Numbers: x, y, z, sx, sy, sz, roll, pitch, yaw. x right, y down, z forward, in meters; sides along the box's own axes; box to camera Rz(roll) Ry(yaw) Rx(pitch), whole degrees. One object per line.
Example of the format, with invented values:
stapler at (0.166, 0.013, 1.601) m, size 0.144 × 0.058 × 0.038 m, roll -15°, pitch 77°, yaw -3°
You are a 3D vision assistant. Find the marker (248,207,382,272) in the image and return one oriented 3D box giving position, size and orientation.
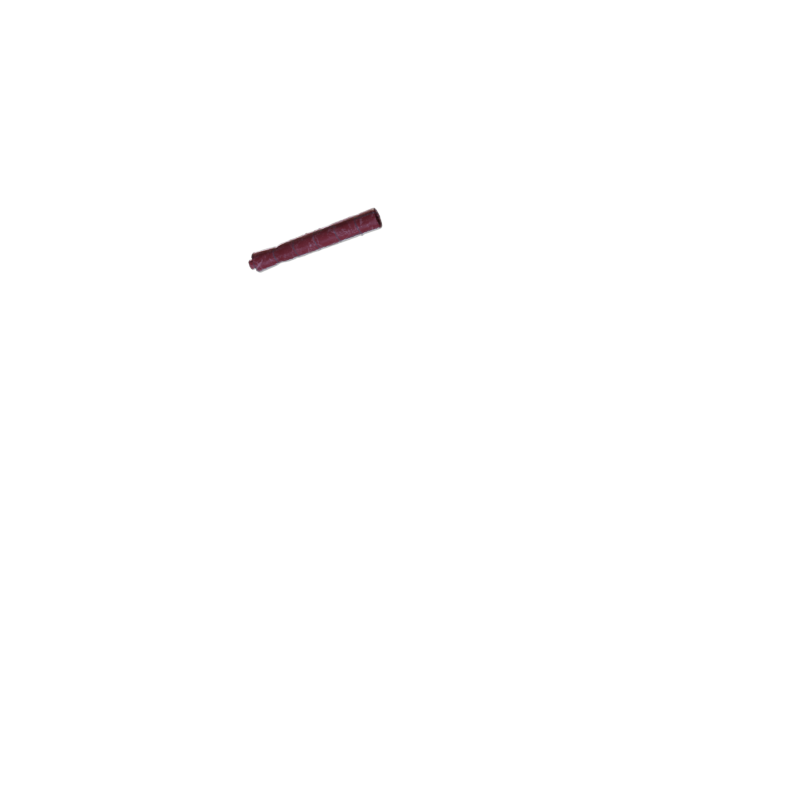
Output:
marker at (-0.074, -0.135, 0.947) m, size 0.122 × 0.020 × 0.019 m, roll -18°, pitch -1°, yaw 16°
